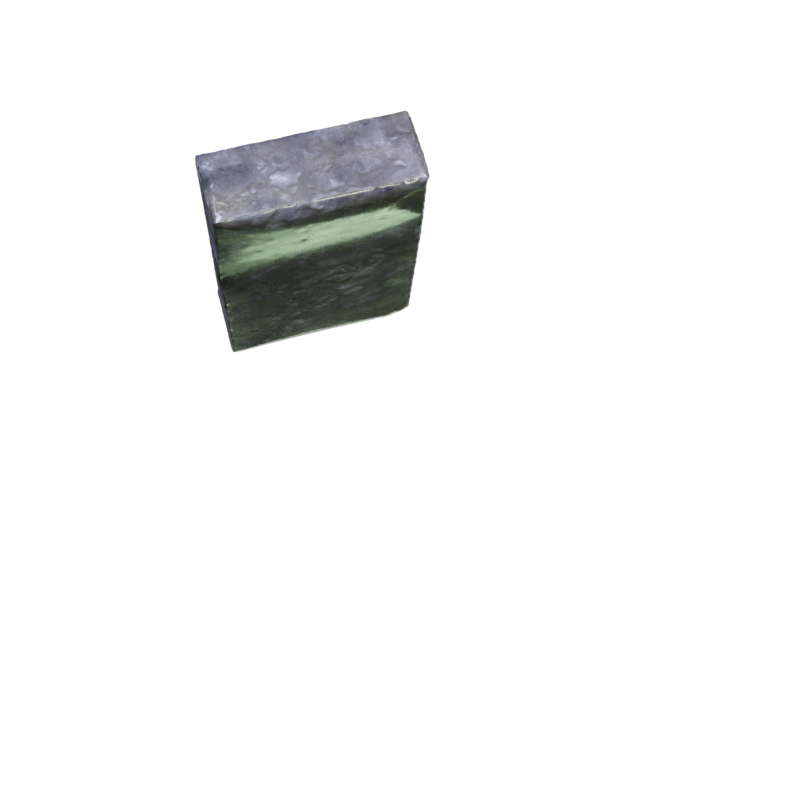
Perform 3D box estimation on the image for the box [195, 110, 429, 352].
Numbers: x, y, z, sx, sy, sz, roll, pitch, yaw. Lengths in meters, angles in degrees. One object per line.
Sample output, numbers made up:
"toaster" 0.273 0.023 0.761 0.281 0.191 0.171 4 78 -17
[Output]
"box" -0.070 -0.127 0.888 0.163 0.076 0.202 -14 -22 -9
